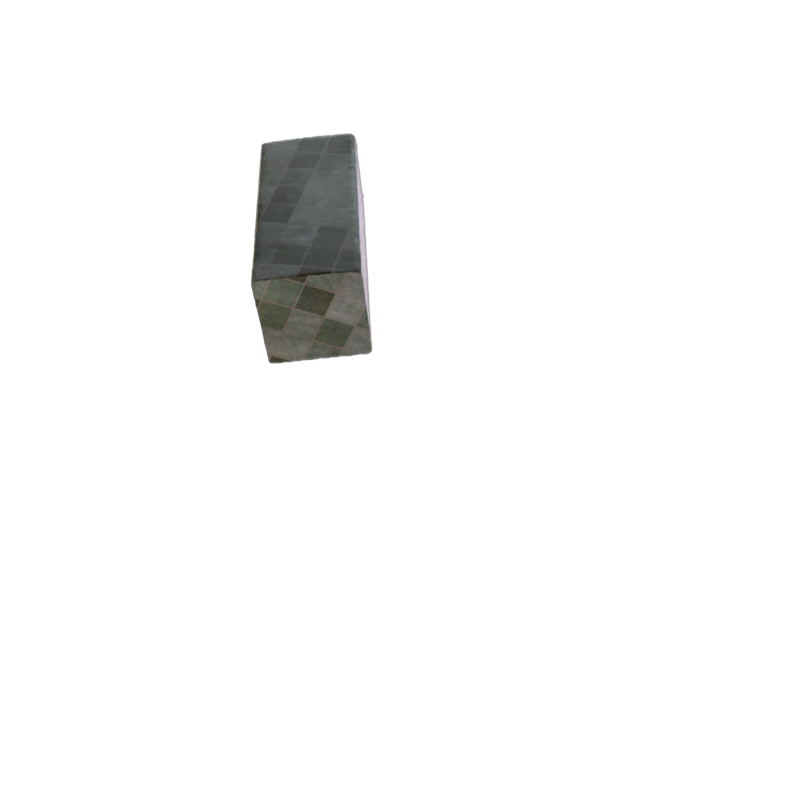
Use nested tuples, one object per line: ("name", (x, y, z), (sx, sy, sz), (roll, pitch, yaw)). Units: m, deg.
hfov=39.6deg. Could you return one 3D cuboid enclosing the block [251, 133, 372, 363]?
("block", (-0.076, -0.139, 0.974), (0.090, 0.084, 0.221), (-6, 42, 2))
